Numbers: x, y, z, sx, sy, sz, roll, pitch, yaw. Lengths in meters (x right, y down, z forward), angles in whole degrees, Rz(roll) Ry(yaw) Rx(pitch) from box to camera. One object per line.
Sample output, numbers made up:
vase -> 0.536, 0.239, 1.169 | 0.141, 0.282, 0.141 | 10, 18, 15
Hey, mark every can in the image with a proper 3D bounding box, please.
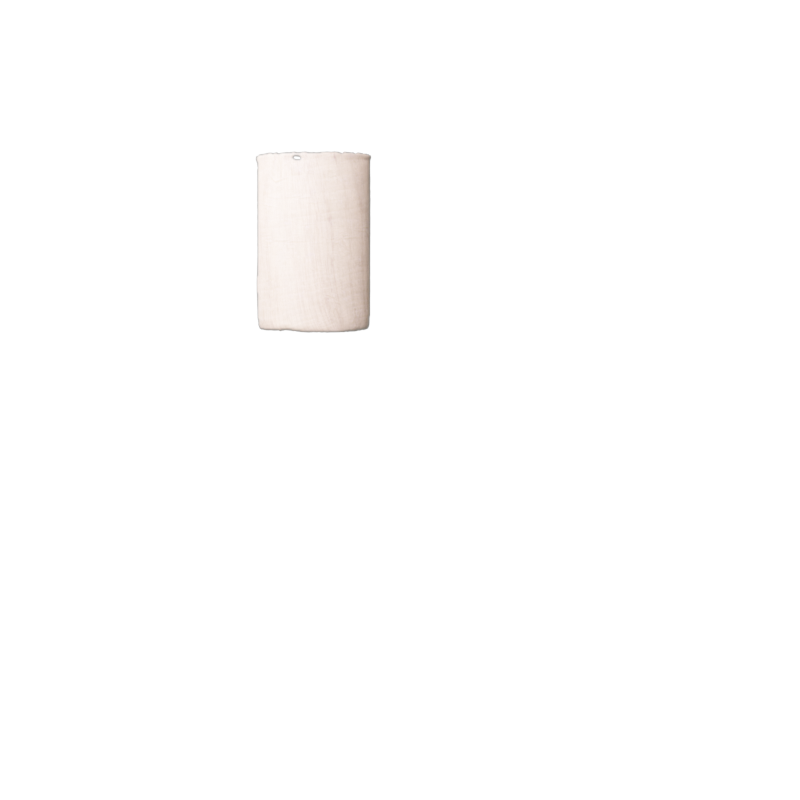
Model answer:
can -> -0.051, -0.093, 0.653 | 0.068, 0.102, 0.069 | 0, 3, -2
